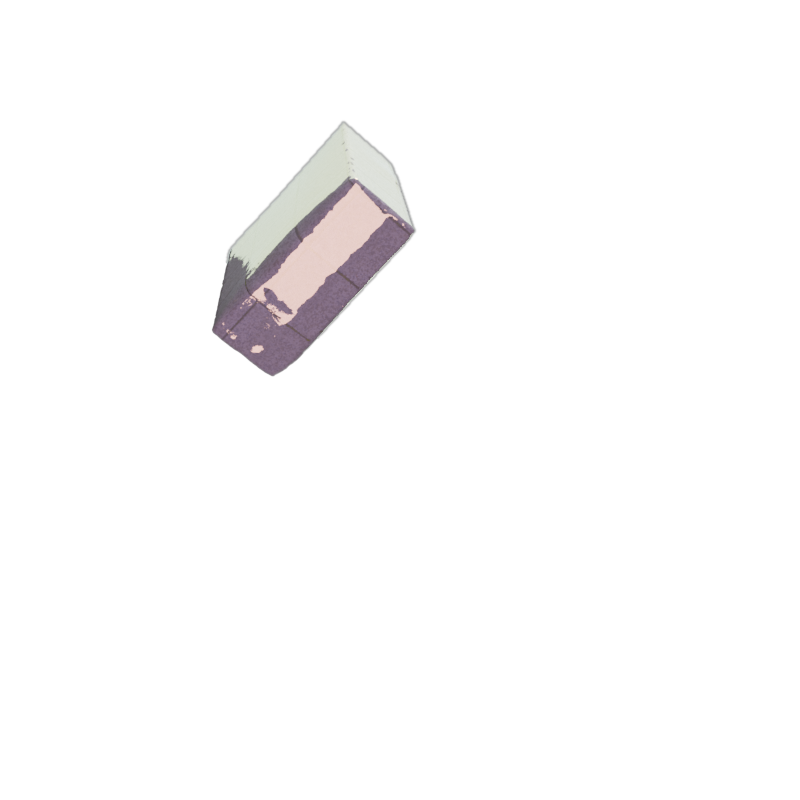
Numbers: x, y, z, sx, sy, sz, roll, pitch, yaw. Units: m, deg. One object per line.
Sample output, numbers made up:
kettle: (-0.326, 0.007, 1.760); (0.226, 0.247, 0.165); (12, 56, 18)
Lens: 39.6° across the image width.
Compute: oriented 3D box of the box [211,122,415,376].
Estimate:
box: (-0.073, -0.132, 0.928); (0.069, 0.162, 0.224); (40, 15, -18)
